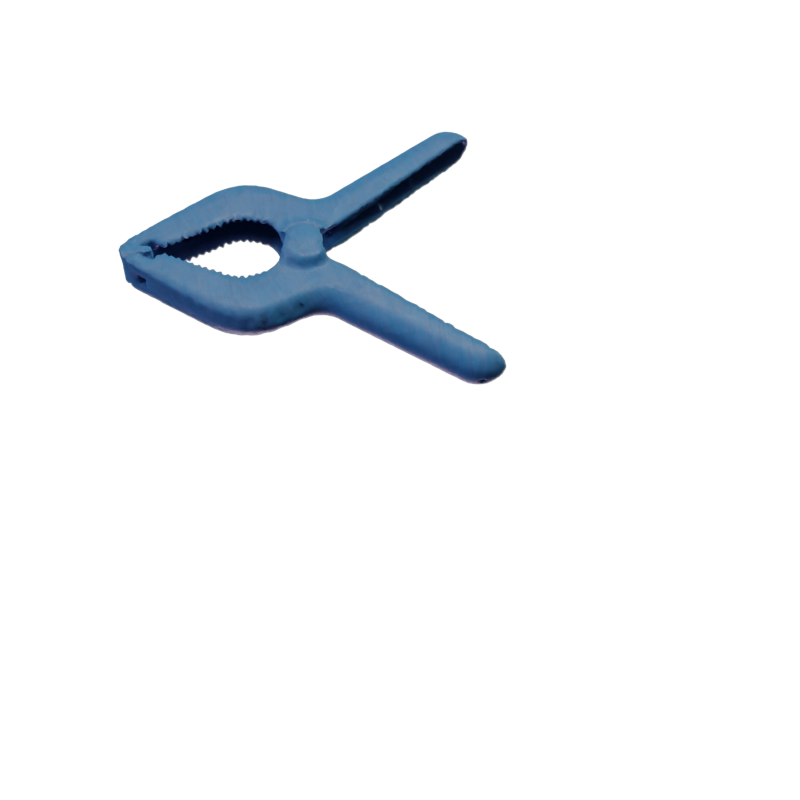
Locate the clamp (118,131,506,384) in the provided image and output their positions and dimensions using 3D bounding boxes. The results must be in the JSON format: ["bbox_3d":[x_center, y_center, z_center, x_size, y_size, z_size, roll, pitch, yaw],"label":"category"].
[{"bbox_3d":[-0.049,-0.089,0.622,0.210,0.175,0.034,3,-34,2],"label":"clamp"}]
